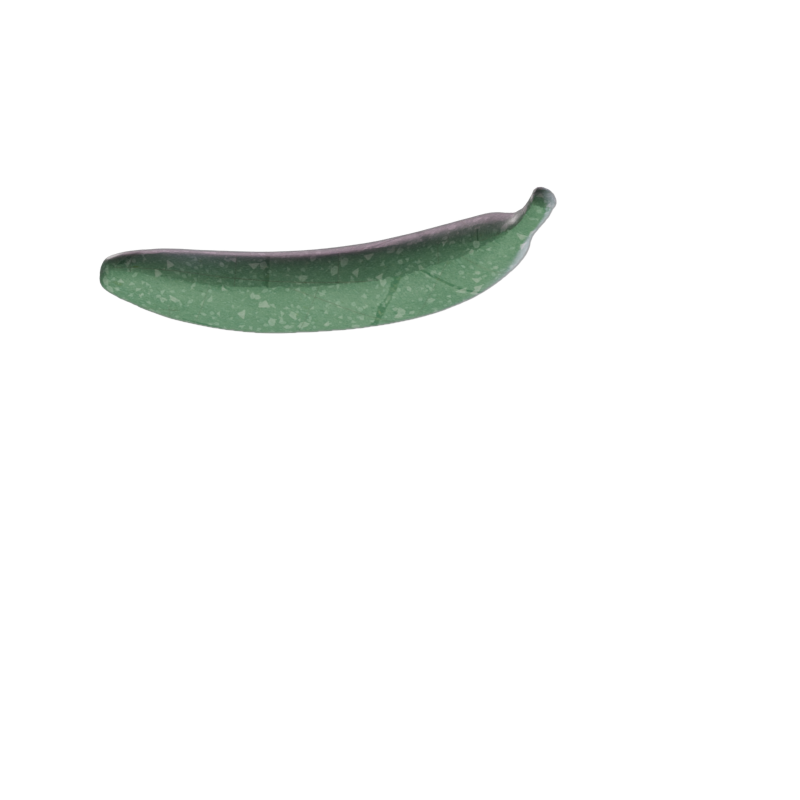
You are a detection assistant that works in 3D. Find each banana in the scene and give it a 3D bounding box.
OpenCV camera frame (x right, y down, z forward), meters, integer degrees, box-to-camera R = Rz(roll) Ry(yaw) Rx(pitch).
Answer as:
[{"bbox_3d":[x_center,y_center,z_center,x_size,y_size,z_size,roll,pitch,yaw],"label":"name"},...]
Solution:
[{"bbox_3d":[-0.030,-0.058,0.488,0.199,0.039,0.064,-9,-40,11],"label":"banana"}]
